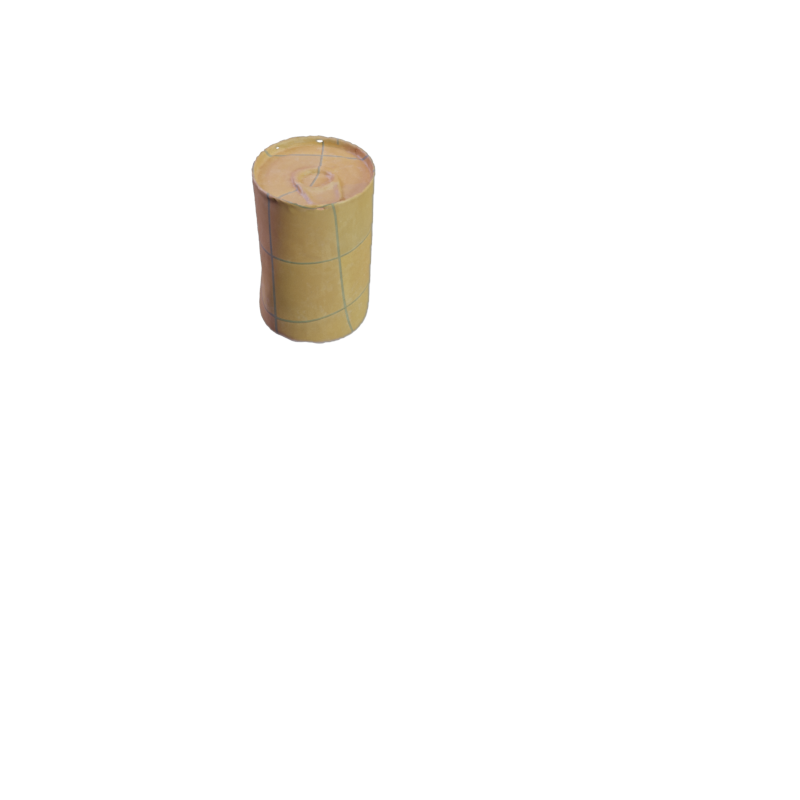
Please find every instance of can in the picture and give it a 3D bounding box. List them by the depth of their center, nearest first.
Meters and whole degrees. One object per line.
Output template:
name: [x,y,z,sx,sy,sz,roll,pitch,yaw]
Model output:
can: [-0.050,-0.091,0.637,0.068,0.095,0.073,0,42,-3]
